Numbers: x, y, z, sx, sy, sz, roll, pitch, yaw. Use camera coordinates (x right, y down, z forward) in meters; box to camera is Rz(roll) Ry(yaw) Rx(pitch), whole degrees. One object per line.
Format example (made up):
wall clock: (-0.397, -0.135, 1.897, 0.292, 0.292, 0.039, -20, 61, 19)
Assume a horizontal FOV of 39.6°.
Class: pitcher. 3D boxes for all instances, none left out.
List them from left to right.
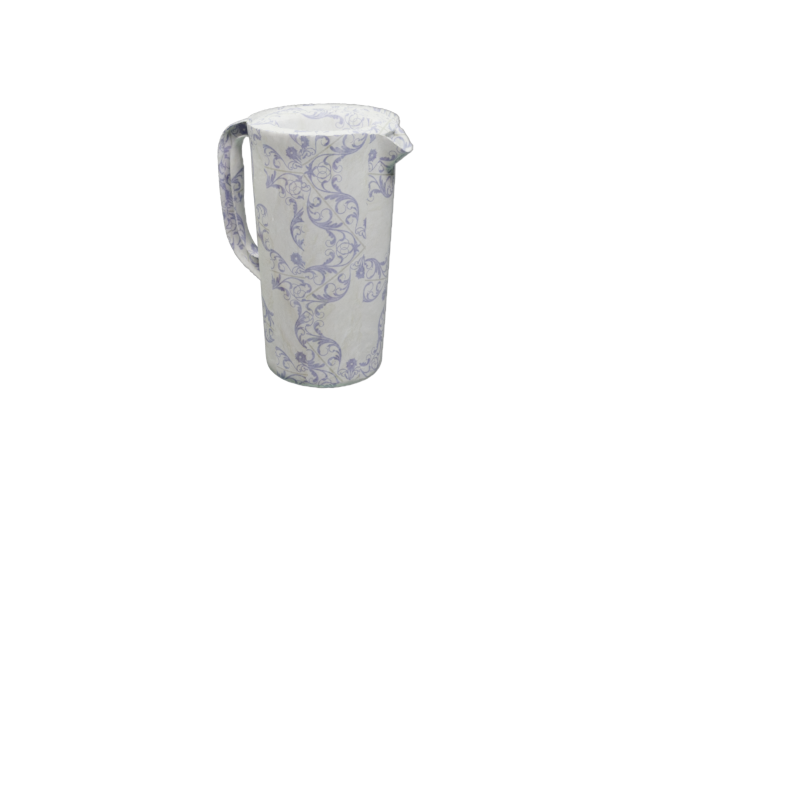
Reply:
pitcher: (-0.078, -0.142, 0.996, 0.142, 0.232, 0.159, -6, 22, -19)
